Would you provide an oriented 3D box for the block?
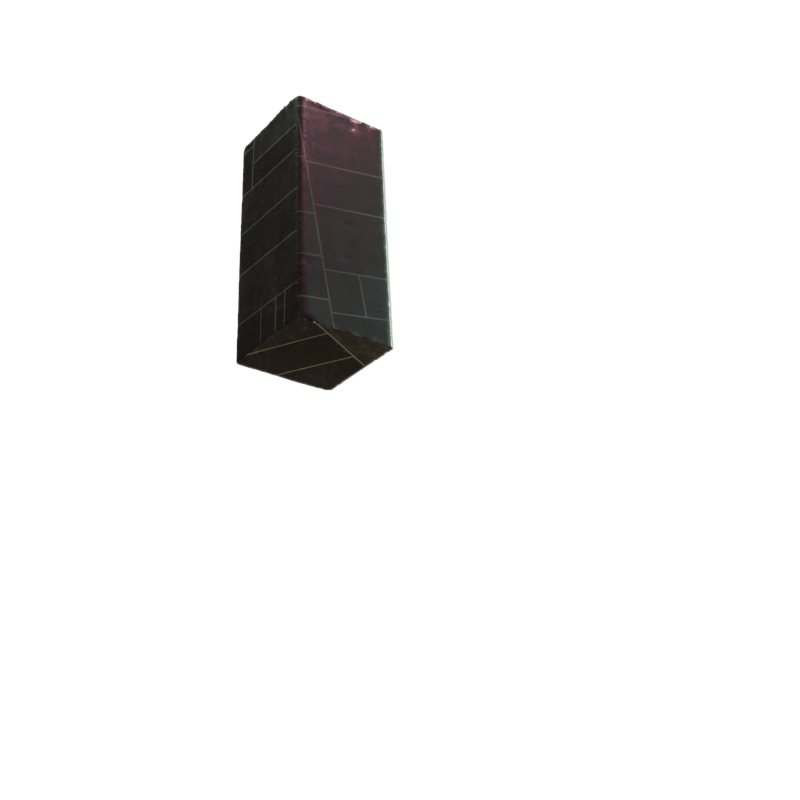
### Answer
[{"bbox_3d":[-0.070,-0.127,0.888,0.086,0.220,0.089,18,-36,-31],"label":"block"}]
